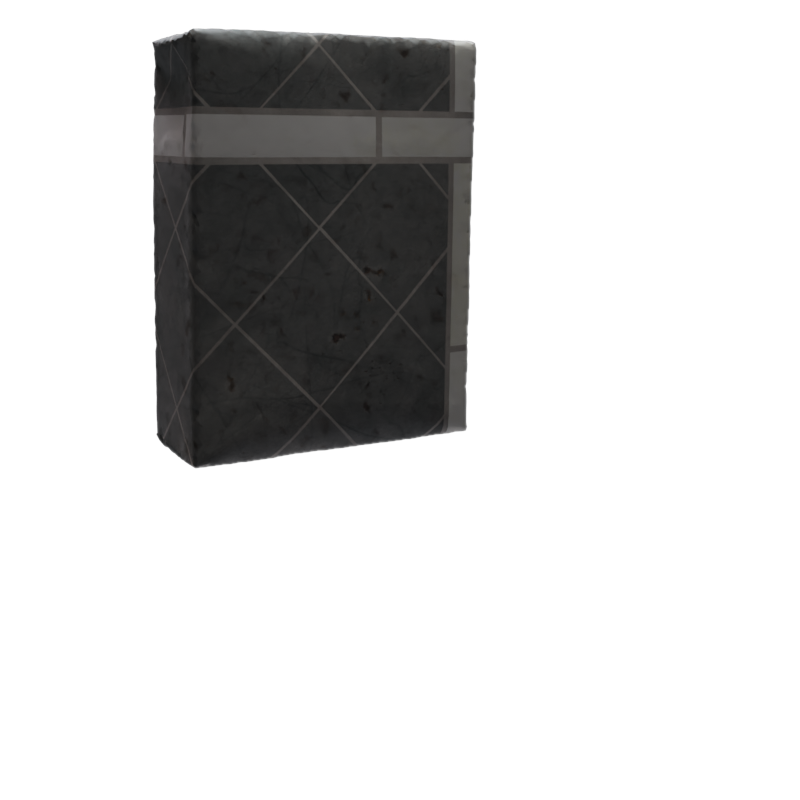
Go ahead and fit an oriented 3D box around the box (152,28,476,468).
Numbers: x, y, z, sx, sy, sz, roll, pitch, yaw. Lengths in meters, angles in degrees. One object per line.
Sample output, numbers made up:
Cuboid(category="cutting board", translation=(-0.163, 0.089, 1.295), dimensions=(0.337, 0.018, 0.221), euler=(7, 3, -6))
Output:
Cuboid(category="box", translation=(-0.046, -0.084, 0.591), dimensions=(0.159, 0.211, 0.075), euler=(-4, 8, -29))
